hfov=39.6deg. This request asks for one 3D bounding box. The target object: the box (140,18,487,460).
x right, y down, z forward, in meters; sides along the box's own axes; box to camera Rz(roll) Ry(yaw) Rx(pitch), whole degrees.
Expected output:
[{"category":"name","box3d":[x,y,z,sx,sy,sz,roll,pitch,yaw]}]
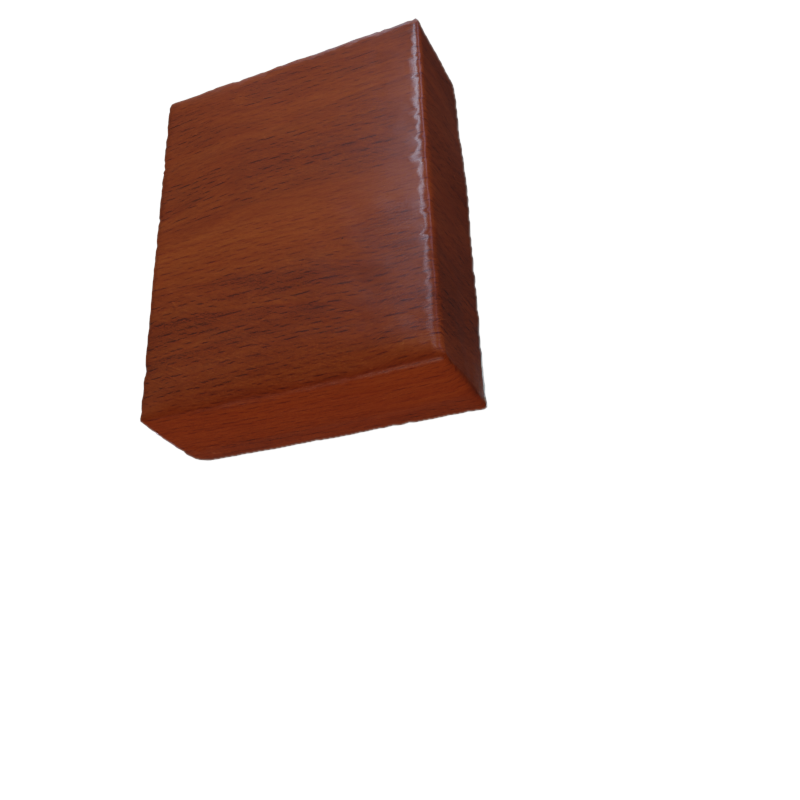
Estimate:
[{"category":"box","box3d":[-0.047,-0.086,0.604,0.166,0.228,0.066,-14,-34,19]}]
